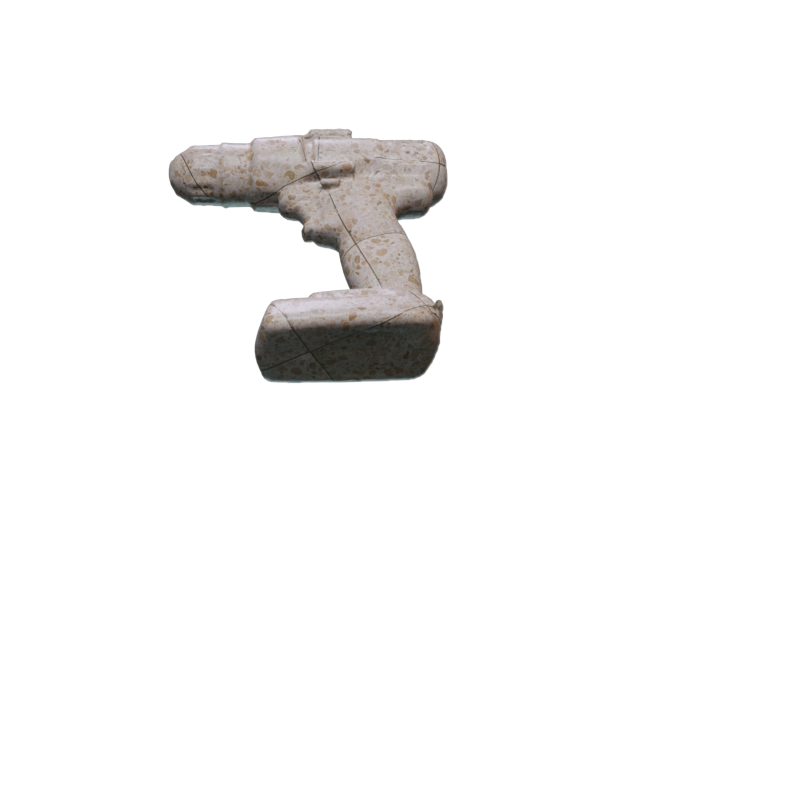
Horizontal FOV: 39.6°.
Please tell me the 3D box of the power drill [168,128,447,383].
[{"bbox_3d":[-0.054,-0.098,0.686,0.184,0.202,0.053,-3,-42,-3],"label":"power drill"}]
